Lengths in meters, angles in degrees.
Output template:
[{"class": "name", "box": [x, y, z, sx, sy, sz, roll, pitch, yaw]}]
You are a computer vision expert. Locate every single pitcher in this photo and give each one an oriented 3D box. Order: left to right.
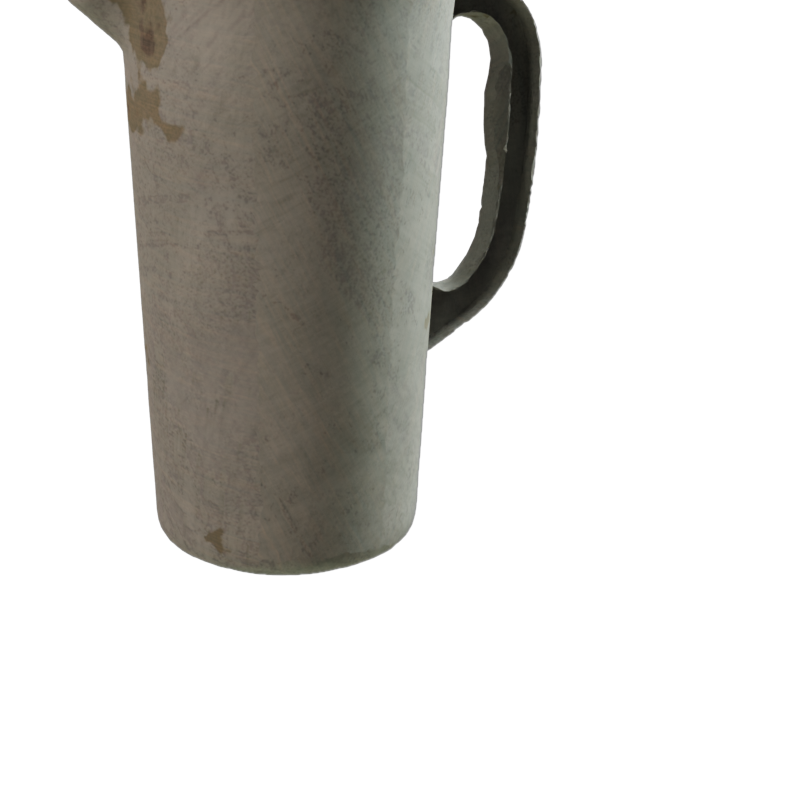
[{"class": "pitcher", "box": [-0.035, -0.064, 0.448, 0.155, 0.237, 0.143, 6, 12, 26]}]
